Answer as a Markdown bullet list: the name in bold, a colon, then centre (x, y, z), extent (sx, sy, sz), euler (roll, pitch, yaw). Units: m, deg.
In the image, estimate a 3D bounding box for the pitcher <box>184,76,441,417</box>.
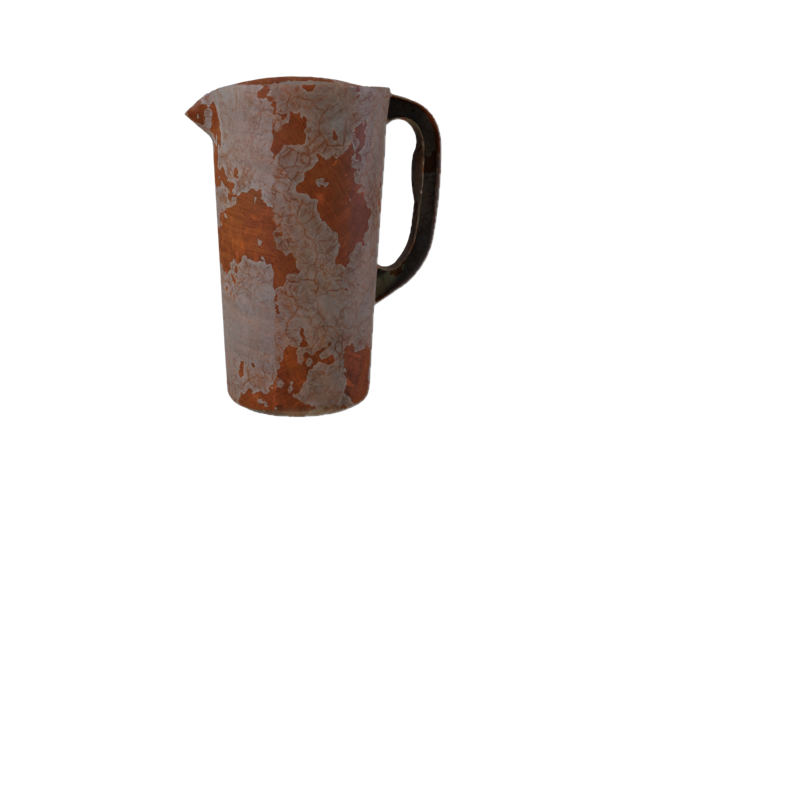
- **pitcher**: centre (-0.065, -0.118, 0.825), extent (0.156, 0.238, 0.142), euler (7, 11, 33)
